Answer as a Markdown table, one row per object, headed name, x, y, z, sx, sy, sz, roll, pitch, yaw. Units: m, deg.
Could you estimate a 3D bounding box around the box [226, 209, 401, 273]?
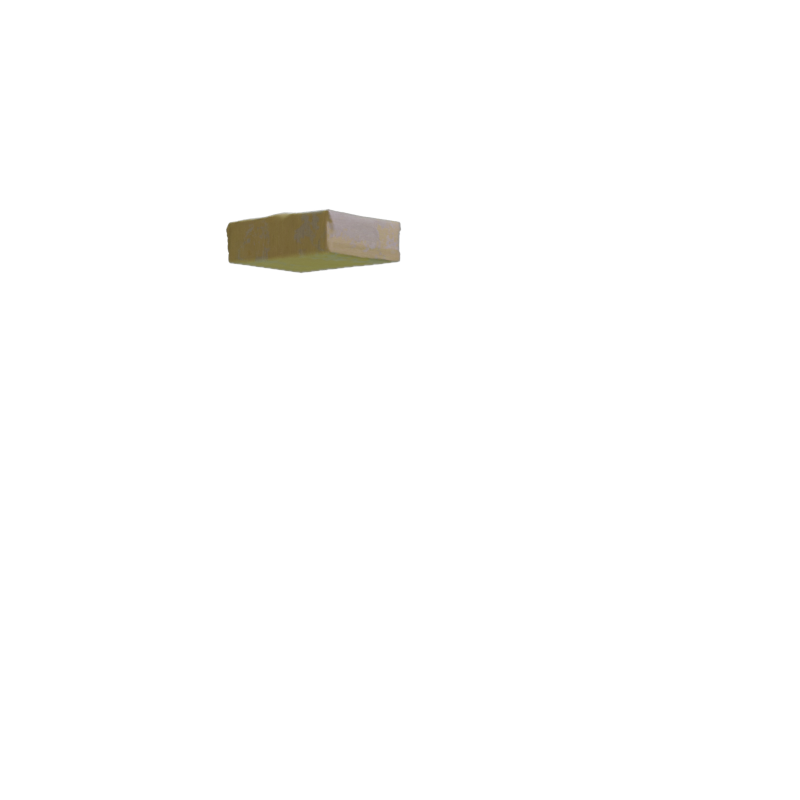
| name | x | y | z | sx | sy | sz | roll | pitch | yaw |
| --- | --- | --- | --- | --- | --- | --- | --- | --- | --- |
| box | -0.056 | -0.102 | 0.716 | 0.092 | 0.030 | 0.070 | 0 | 0 | 39 |
